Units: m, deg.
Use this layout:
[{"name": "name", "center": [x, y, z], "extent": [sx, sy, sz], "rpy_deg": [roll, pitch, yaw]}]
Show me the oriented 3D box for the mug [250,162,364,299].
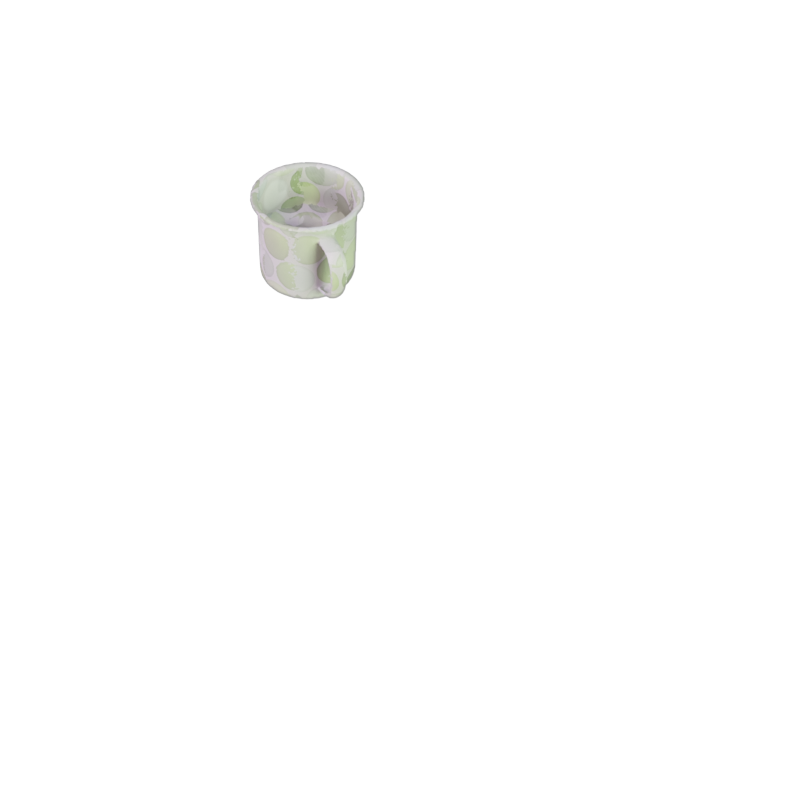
[{"name": "mug", "center": [-0.072, -0.131, 0.915], "extent": [0.092, 0.076, 0.127], "rpy_deg": [-18, 47, -19]}]
